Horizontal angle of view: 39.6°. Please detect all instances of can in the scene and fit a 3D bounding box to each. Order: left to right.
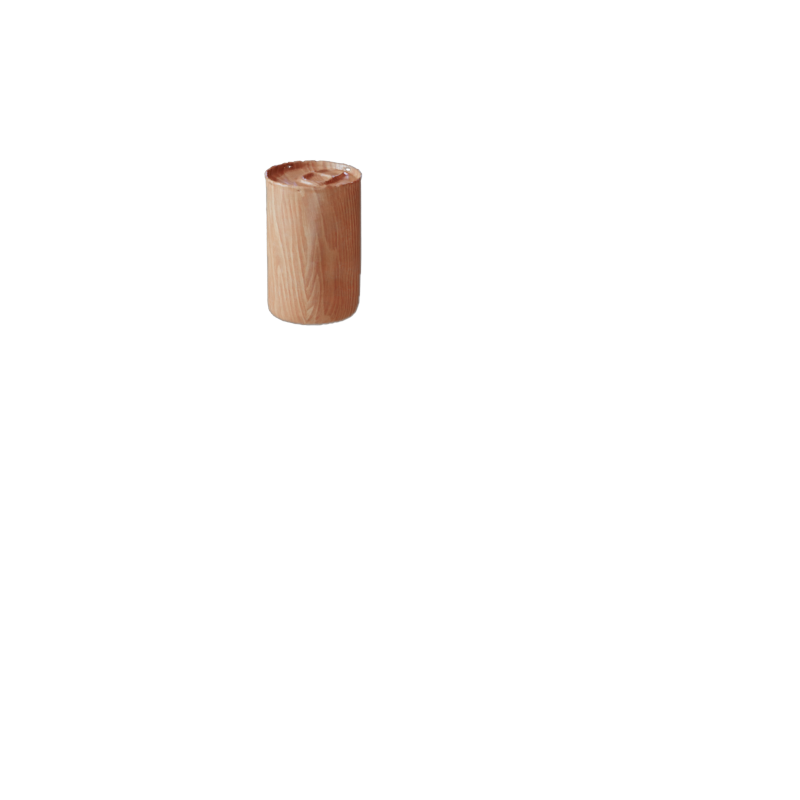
[{"bbox_3d":[-0.062,-0.112,0.787,0.068,0.097,0.072,0,23,-2],"label":"can"}]
